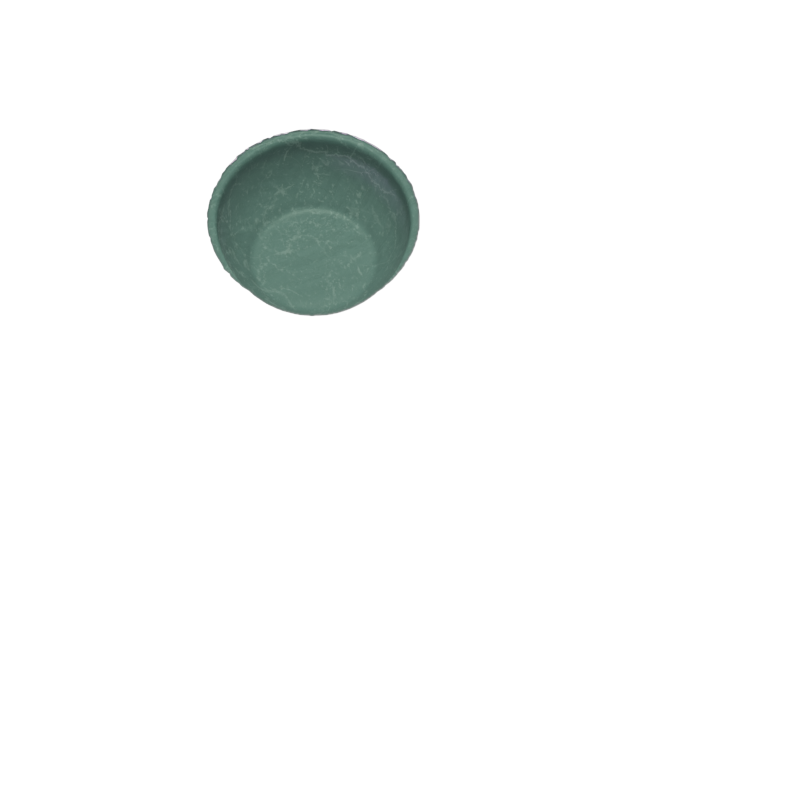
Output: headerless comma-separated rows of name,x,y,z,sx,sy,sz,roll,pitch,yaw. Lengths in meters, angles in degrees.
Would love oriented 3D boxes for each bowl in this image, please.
bowl,-0.064,-0.118,0.823,0.162,0.152,0.059,1,36,-1
